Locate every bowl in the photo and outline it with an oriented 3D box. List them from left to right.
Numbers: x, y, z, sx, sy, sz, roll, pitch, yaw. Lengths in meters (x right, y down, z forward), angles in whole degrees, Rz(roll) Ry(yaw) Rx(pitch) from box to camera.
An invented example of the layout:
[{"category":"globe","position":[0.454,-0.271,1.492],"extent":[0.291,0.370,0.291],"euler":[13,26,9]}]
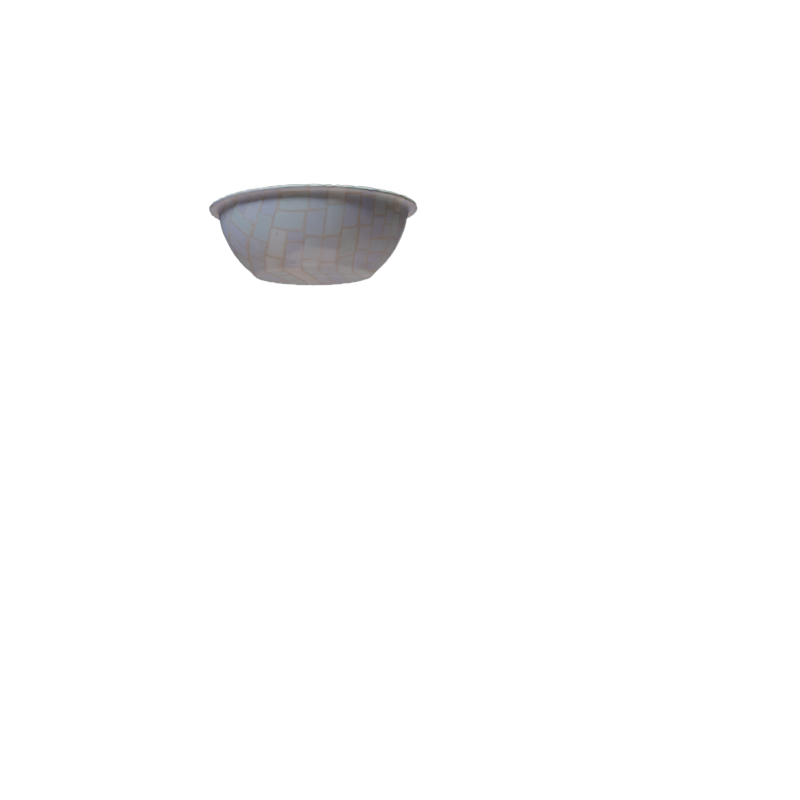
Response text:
[{"category":"bowl","position":[-0.067,-0.122,0.857],"extent":[0.162,0.056,0.159],"euler":[0,-4,-2]}]
